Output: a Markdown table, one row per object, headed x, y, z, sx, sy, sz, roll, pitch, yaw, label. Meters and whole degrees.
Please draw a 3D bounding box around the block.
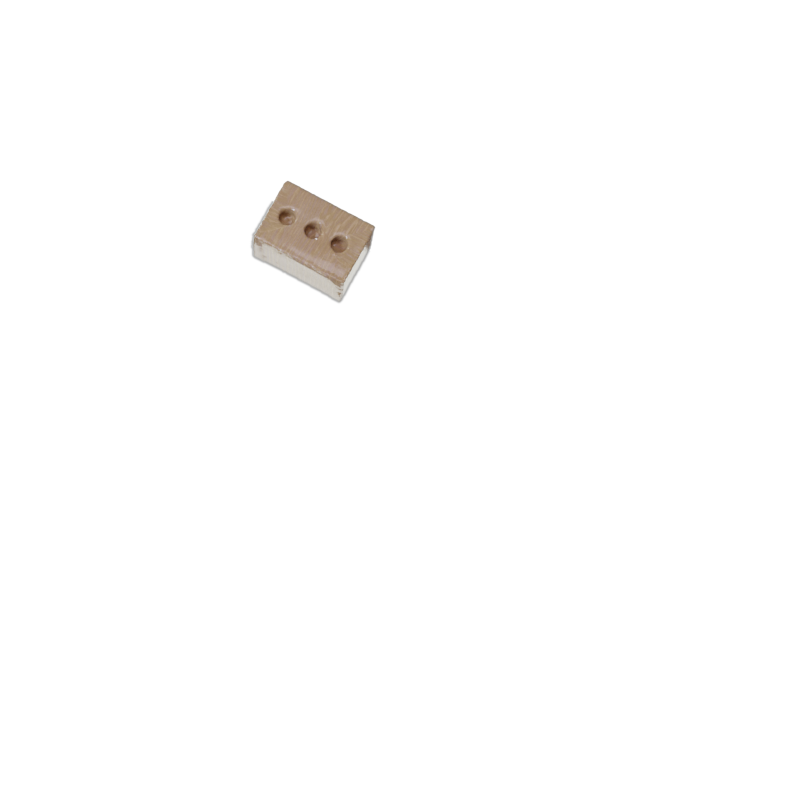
| x | y | z | sx | sy | sz | roll | pitch | yaw | label |
| --- | --- | --- | --- | --- | --- | --- | --- | --- | --- |
| -0.065 | -0.119 | 0.834 | 0.079 | 0.054 | 0.049 | 28 | -15 | 7 | block |
